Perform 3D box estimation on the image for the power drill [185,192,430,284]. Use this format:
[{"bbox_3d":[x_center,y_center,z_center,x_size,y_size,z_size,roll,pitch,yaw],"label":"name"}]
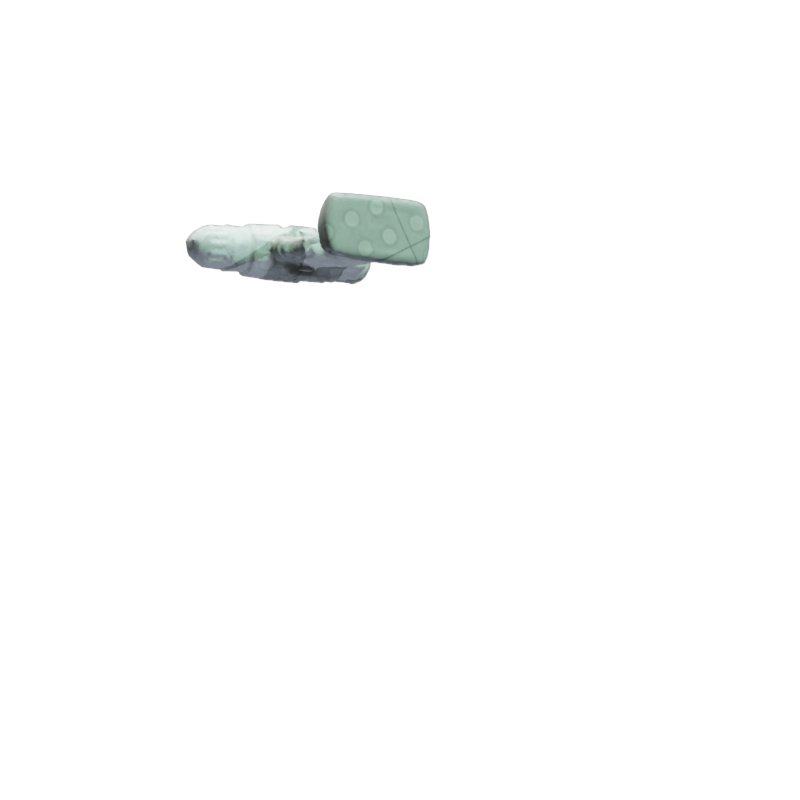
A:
[{"bbox_3d":[-0.077,-0.141,0.984,0.178,0.058,0.192,0,-1,-30],"label":"power drill"}]
